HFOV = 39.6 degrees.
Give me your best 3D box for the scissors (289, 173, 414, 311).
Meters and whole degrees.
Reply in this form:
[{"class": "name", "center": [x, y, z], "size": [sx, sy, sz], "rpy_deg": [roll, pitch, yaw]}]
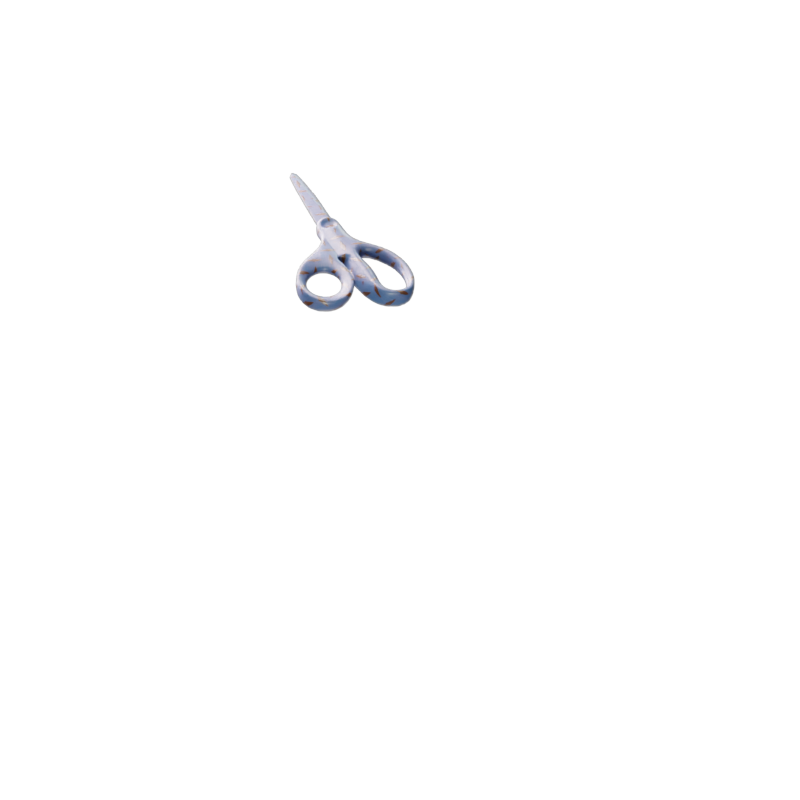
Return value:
[{"class": "scissors", "center": [-0.069, -0.125, 0.876], "size": [0.095, 0.015, 0.217], "rpy_deg": [-23, 43, -27]}]
